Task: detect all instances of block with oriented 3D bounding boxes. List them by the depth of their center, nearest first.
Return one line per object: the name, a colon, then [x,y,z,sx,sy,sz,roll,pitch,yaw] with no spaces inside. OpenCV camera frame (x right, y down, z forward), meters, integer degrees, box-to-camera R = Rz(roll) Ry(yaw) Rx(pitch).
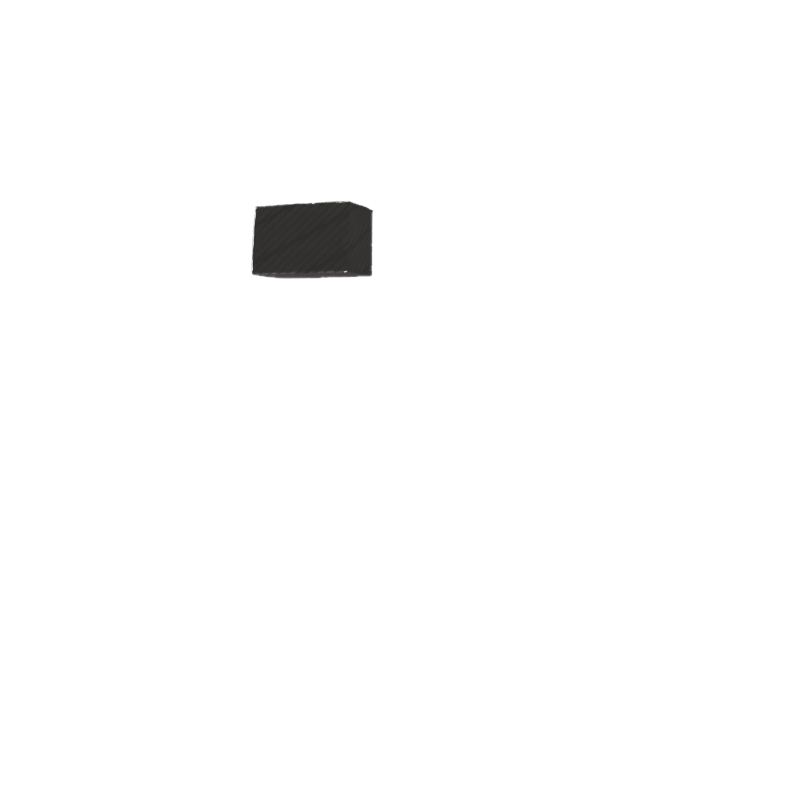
block: [-0.065,-0.118,0.825,0.080,0.052,0.051,0,-2,22]
